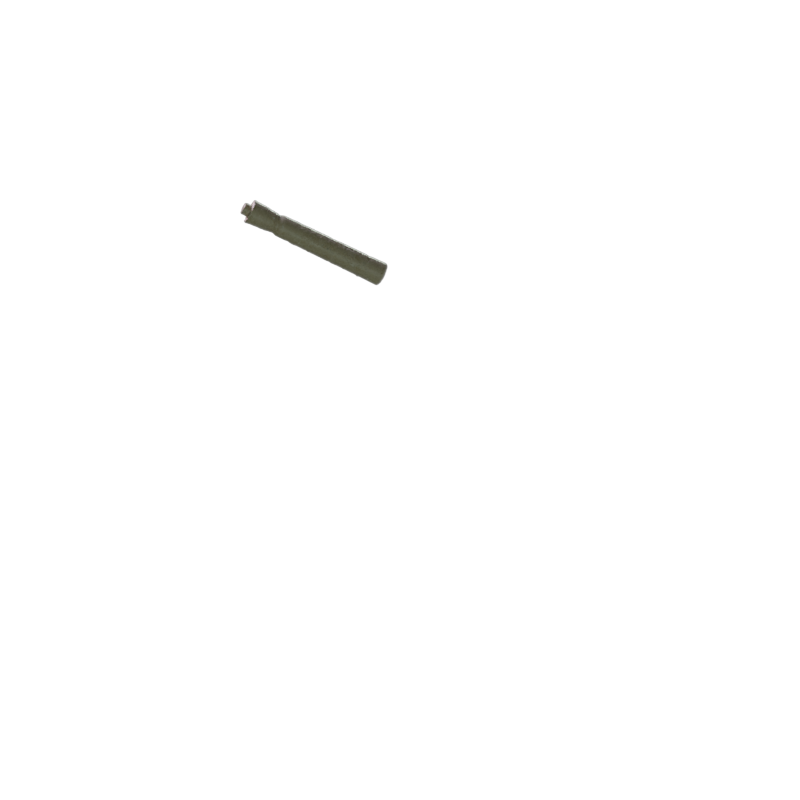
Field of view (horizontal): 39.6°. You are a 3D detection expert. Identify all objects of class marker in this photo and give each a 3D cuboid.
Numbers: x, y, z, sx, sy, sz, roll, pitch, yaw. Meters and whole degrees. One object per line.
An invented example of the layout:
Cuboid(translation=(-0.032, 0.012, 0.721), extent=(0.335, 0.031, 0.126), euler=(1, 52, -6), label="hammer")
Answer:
Cuboid(translation=(-0.067, -0.121, 0.850), extent=(0.118, 0.020, 0.020), euler=(24, -2, -12), label="marker")
